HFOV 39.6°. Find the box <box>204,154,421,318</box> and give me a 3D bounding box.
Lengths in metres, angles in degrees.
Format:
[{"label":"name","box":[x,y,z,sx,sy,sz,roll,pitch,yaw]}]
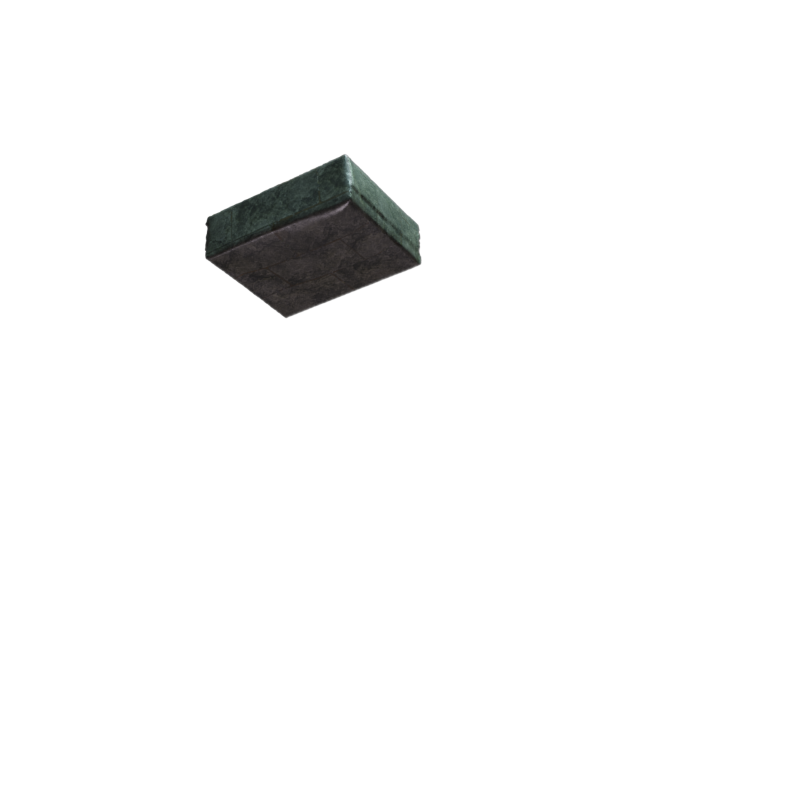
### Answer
[{"label":"box","box":[-0.056,-0.103,0.719,0.115,0.041,0.083,-17,-33,28]}]
